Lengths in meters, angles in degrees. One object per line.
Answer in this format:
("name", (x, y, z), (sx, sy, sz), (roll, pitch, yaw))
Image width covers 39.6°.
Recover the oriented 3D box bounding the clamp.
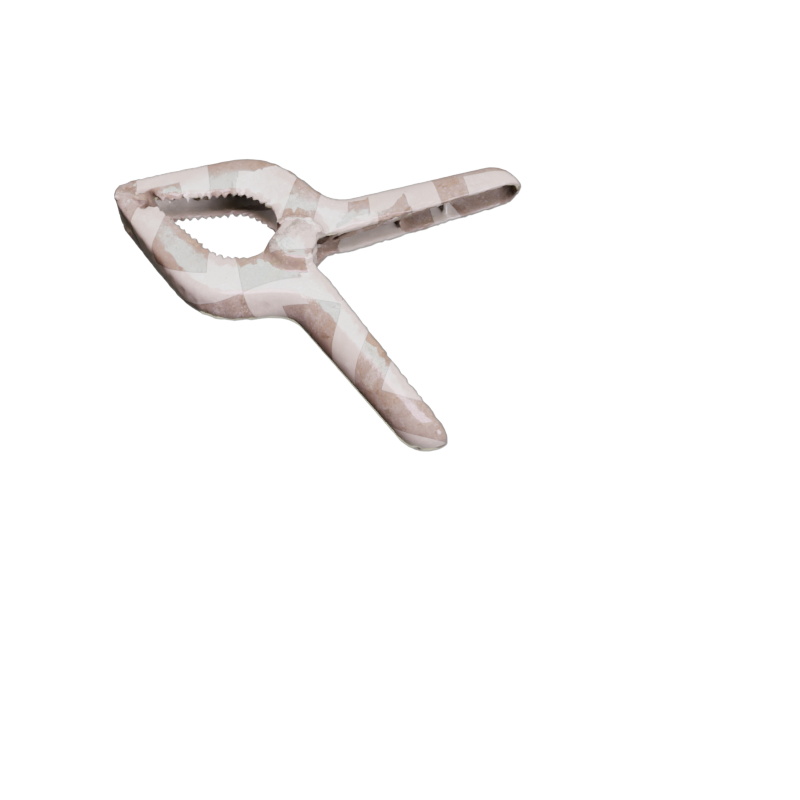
("clamp", (-0.046, -0.083, 0.581), (0.216, 0.171, 0.034), (22, -28, 12))
